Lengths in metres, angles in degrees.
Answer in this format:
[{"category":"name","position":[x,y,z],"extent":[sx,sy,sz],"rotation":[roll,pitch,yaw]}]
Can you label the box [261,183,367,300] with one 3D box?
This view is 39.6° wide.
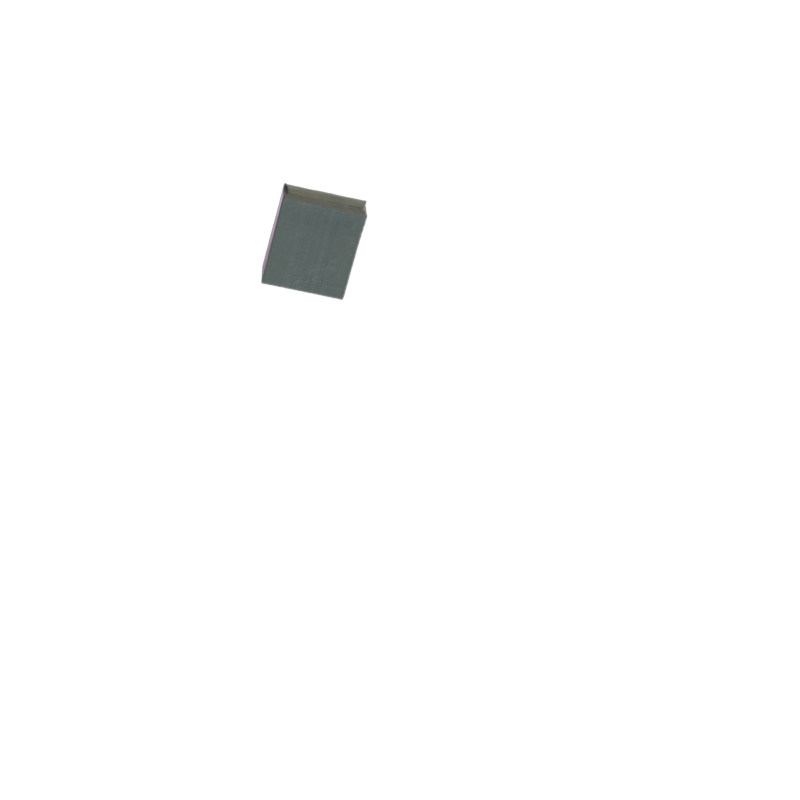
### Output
[{"category":"box","position":[-0.074,-0.135,0.942],"extent":[0.072,0.085,0.032],"rotation":[12,31,-8]}]
